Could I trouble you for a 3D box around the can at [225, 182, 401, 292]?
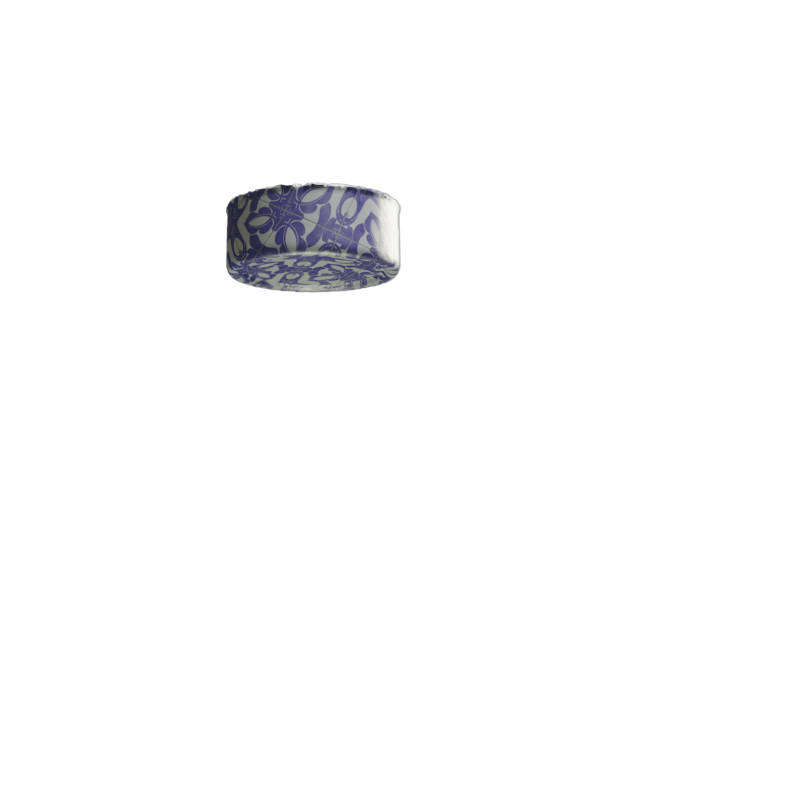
[{"bbox_3d":[-0.042,-0.077,0.539,0.086,0.035,0.084,0,-8,-2],"label":"can"}]
